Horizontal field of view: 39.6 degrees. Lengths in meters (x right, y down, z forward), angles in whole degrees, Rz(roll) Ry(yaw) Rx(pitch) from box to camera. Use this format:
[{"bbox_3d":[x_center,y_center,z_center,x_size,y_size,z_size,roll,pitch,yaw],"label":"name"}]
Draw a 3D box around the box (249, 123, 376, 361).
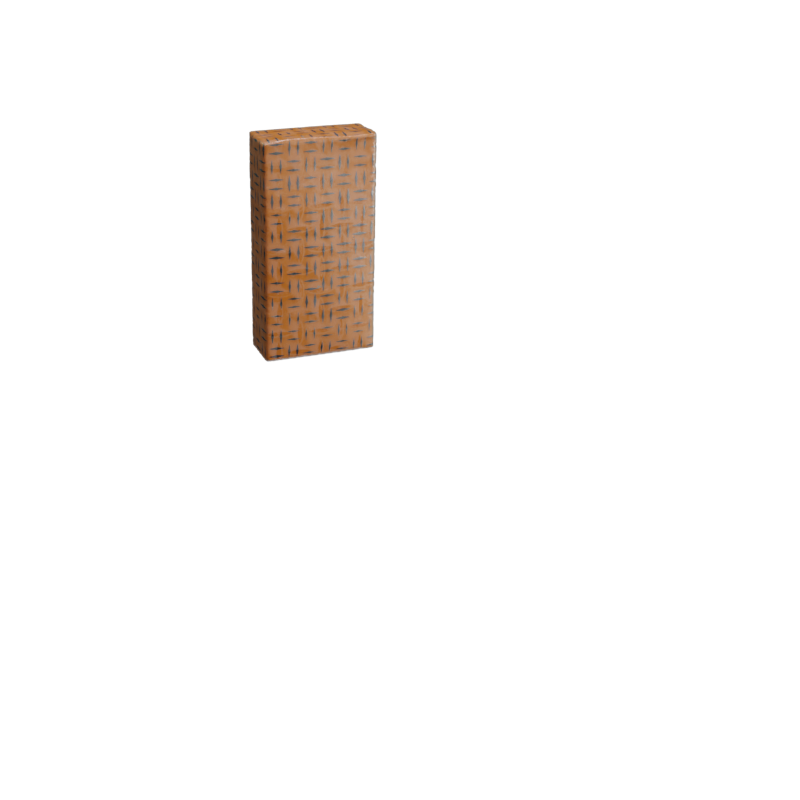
[{"bbox_3d":[-0.068,-0.123,0.863,0.092,0.168,0.051,-7,23,-20],"label":"box"}]
